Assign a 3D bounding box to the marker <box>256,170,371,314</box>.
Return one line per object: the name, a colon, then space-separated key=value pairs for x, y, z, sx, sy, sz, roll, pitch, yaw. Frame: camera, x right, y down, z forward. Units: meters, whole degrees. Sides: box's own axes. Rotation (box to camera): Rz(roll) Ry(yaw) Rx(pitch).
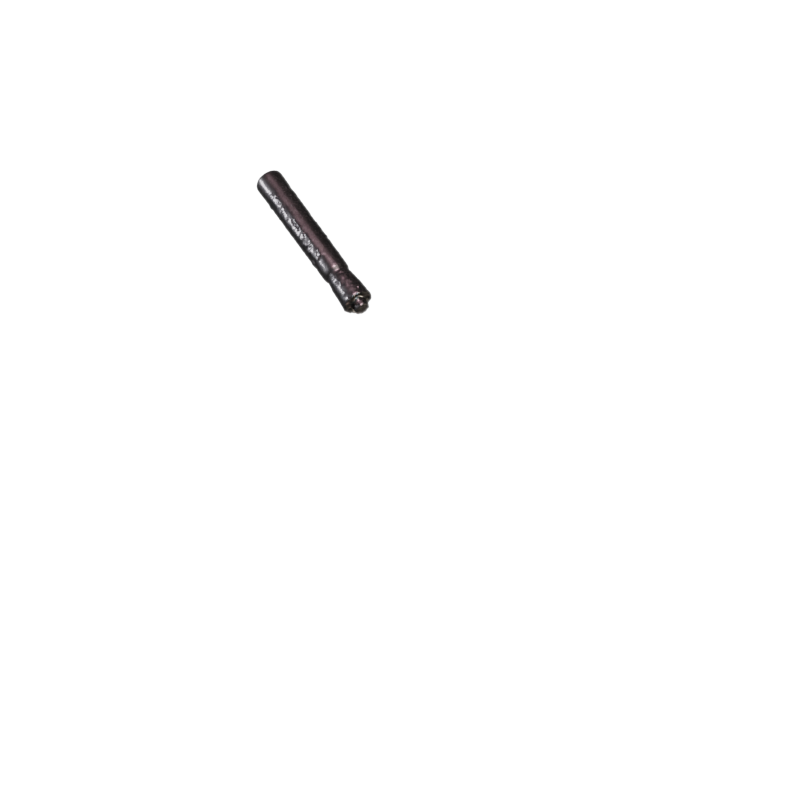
marker: x=-0.054 y=-0.099 z=0.694 sx=0.019 sy=0.019 sz=0.130 roll=-2 pitch=45 yaw=-41
